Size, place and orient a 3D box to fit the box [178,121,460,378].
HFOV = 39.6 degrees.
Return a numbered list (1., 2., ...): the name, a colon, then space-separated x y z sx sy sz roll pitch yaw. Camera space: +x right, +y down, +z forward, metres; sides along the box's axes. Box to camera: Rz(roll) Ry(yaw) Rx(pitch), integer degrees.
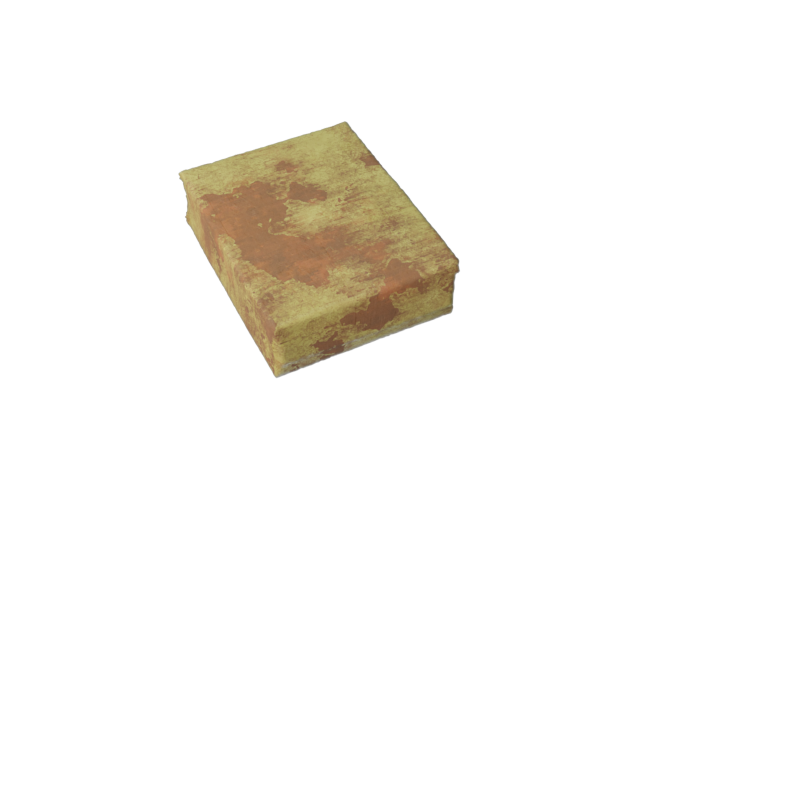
1. box: -0.040 -0.073 0.510 0.089 0.036 0.123 -20 50 -19
